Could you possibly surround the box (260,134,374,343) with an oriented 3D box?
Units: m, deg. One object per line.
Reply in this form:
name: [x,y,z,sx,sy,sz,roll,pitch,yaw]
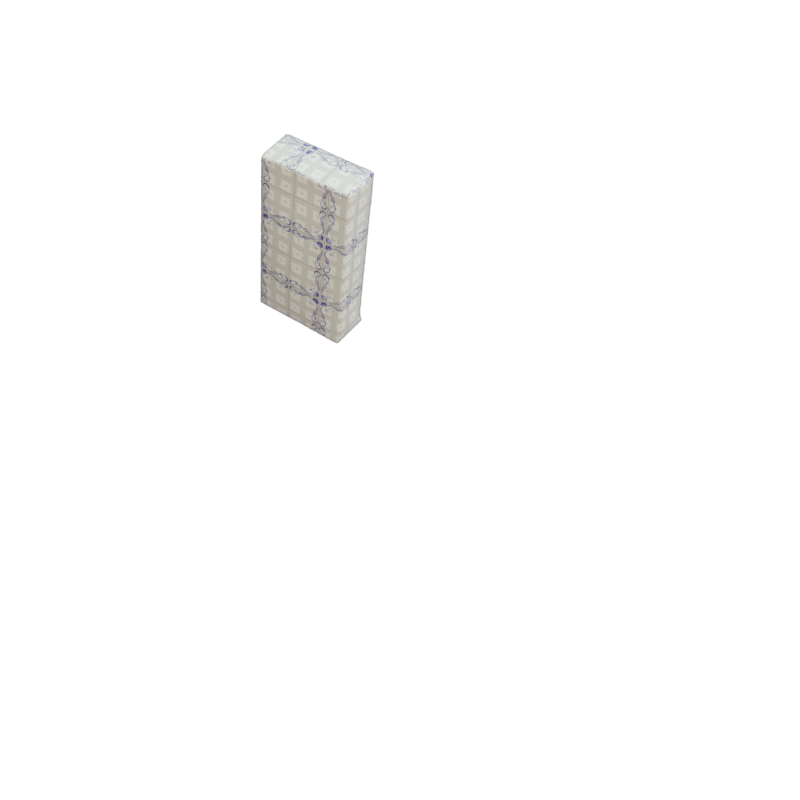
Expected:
box: [-0.077,-0.139,0.977,0.098,0.164,0.049,28,52,21]
